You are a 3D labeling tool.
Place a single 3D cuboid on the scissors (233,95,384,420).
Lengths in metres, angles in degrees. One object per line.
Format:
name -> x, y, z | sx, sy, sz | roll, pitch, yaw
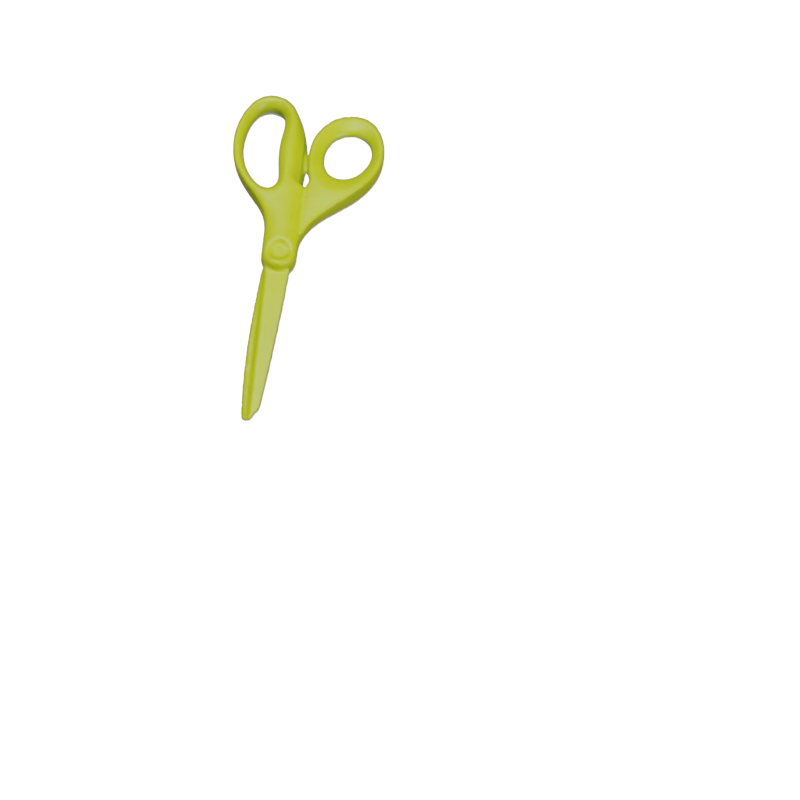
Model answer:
scissors -> -0.048, -0.087, 0.609 | 0.096, 0.216, 0.015 | -7, -30, -4
